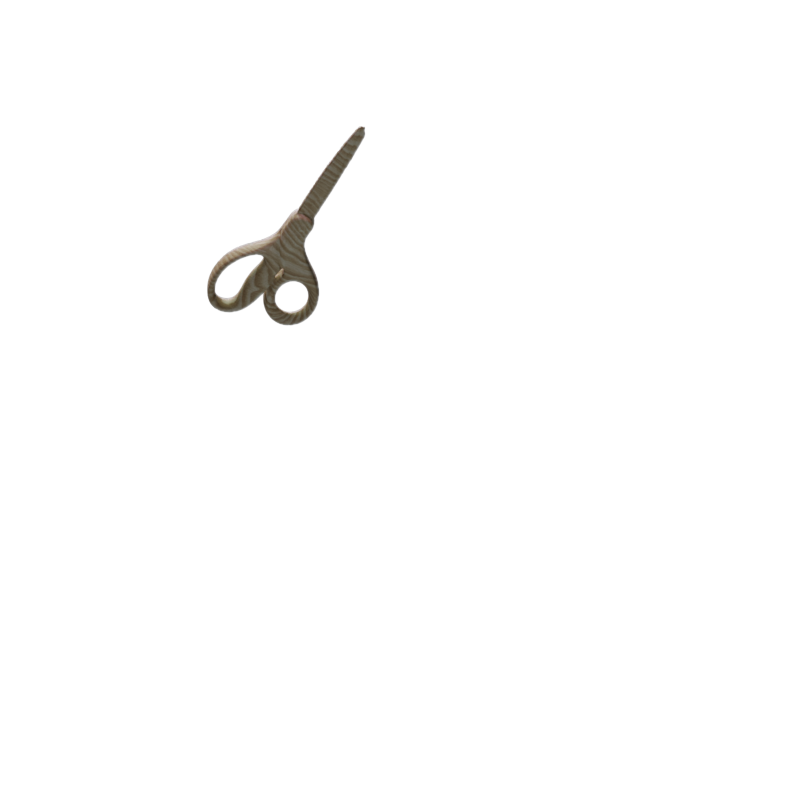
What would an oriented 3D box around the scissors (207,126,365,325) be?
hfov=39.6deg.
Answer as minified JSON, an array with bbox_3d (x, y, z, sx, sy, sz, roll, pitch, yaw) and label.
[{"bbox_3d":[-0.066,-0.121,0.844,0.200,0.017,0.090,-35,-56,29],"label":"scissors"}]
